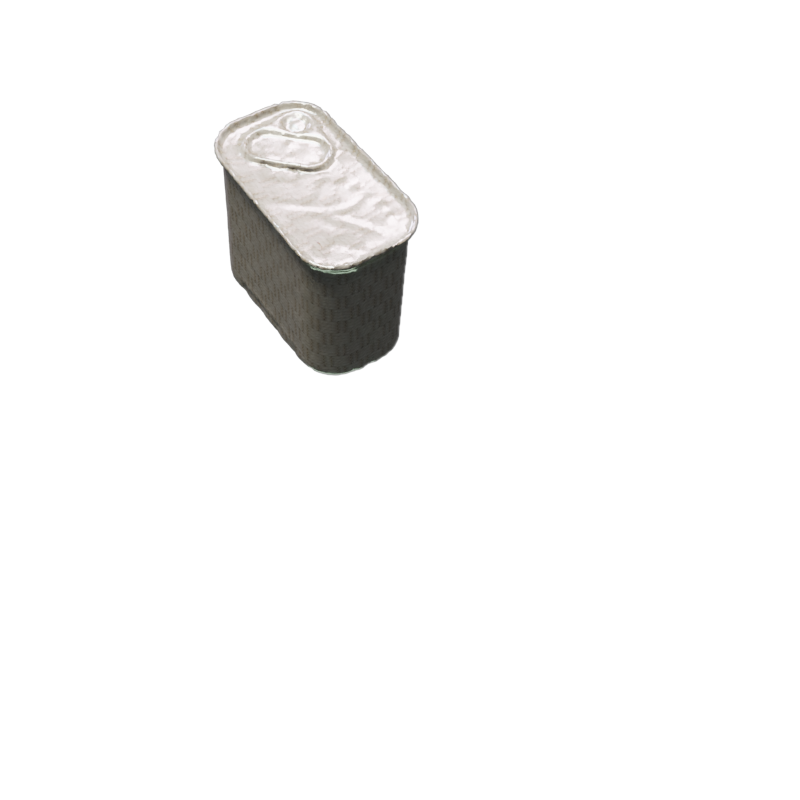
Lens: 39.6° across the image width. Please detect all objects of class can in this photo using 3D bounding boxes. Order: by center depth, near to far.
[{"bbox_3d":[-0.040,-0.073,0.509,0.057,0.109,0.078,-27,-33,-21],"label":"can"}]
